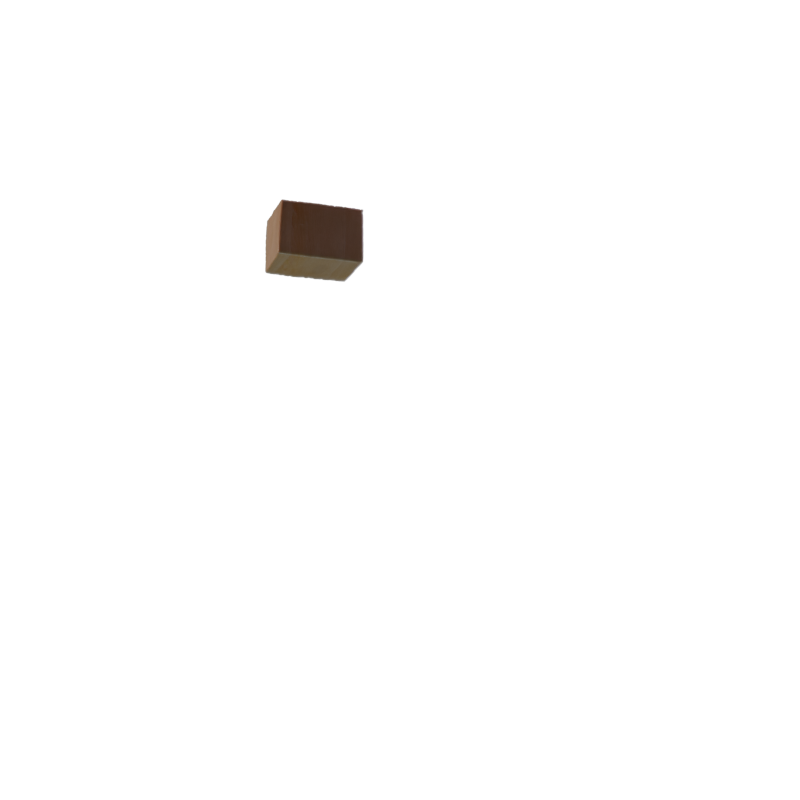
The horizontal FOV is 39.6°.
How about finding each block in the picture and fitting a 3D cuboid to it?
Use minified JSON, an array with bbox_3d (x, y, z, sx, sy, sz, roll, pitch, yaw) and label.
[{"bbox_3d":[-0.077,-0.140,0.981,0.076,0.054,0.052,5,-20,-18],"label":"block"}]
